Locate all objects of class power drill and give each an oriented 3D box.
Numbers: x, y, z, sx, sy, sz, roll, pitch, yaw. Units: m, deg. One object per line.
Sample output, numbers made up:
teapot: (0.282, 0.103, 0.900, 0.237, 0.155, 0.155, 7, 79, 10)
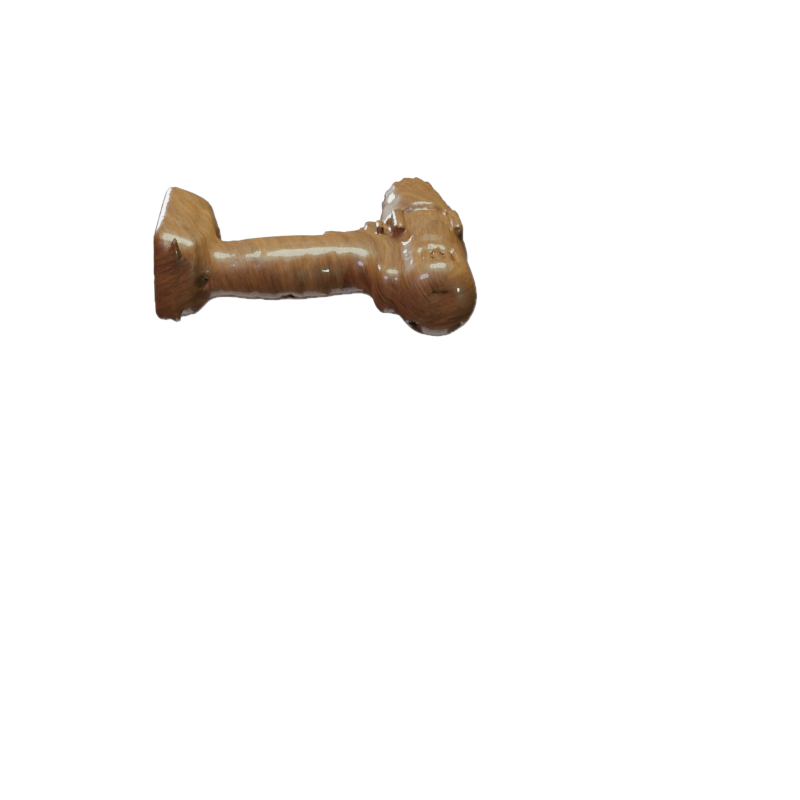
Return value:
power drill: (-0.053, -0.097, 0.683, 0.187, 0.055, 0.195, -1, 26, -3)
